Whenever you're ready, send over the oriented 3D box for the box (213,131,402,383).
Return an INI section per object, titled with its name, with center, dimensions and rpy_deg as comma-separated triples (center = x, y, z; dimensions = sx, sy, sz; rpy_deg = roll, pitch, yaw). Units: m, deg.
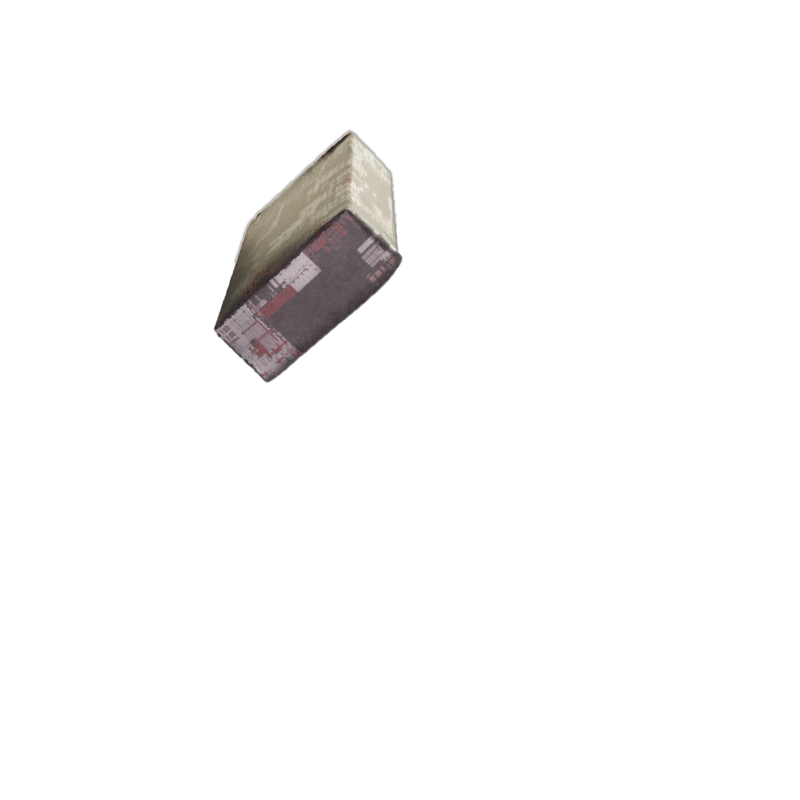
[box]
center = -0.048, -0.087, 0.609
dimensions = 0.093, 0.046, 0.186
rpy_deg = -40, 22, 14
